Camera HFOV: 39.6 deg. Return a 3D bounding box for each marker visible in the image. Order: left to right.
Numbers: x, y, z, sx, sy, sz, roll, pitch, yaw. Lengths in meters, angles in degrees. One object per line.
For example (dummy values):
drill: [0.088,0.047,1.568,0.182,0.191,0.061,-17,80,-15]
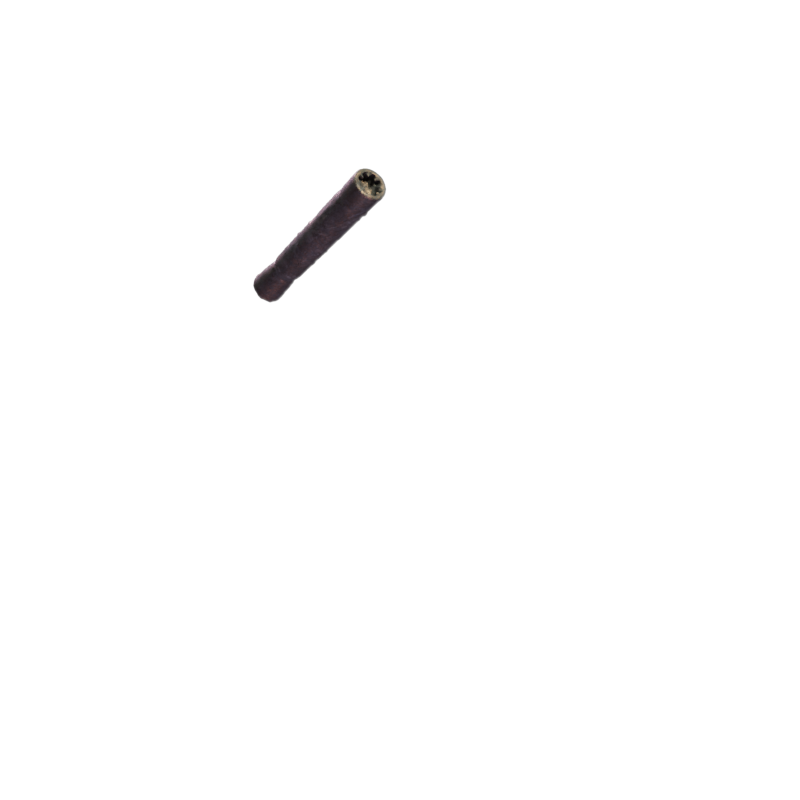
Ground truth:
marker: [-0.047,-0.086,0.599,0.019,0.021,0.119,-2,-22,-37]
